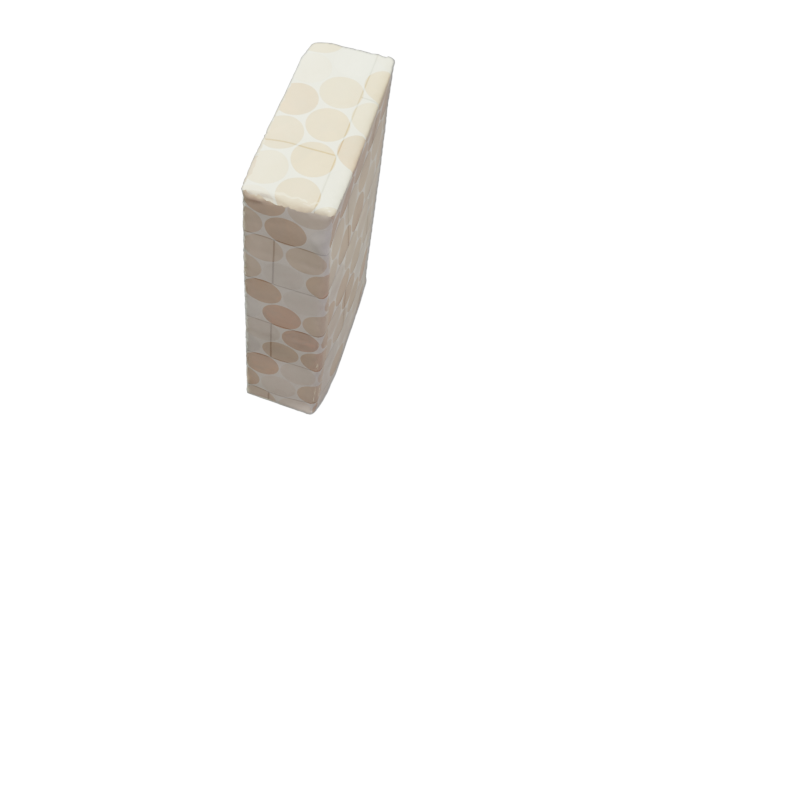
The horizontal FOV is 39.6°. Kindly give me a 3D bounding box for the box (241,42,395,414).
[{"bbox_3d":[-0.041,-0.075,0.527,0.049,0.098,0.165,15,-31,5],"label":"box"}]
